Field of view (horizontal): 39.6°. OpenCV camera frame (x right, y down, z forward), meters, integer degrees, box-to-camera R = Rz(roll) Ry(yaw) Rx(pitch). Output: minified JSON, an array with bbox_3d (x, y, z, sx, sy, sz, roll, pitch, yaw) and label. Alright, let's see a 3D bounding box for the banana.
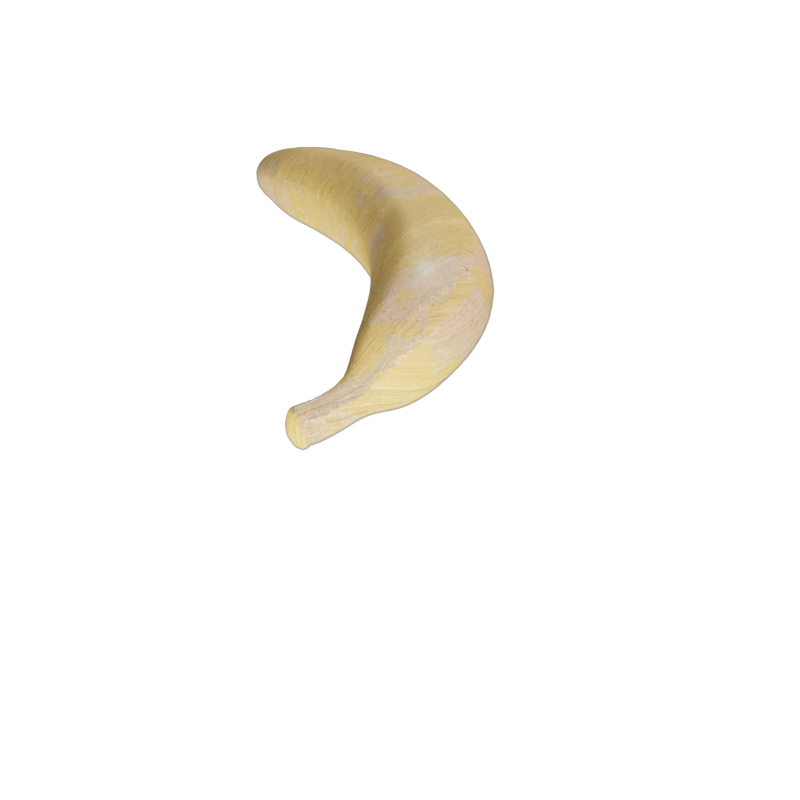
[{"bbox_3d":[-0.010,-0.052,0.370,0.069,0.035,0.210,-3,29,-7],"label":"banana"}]
